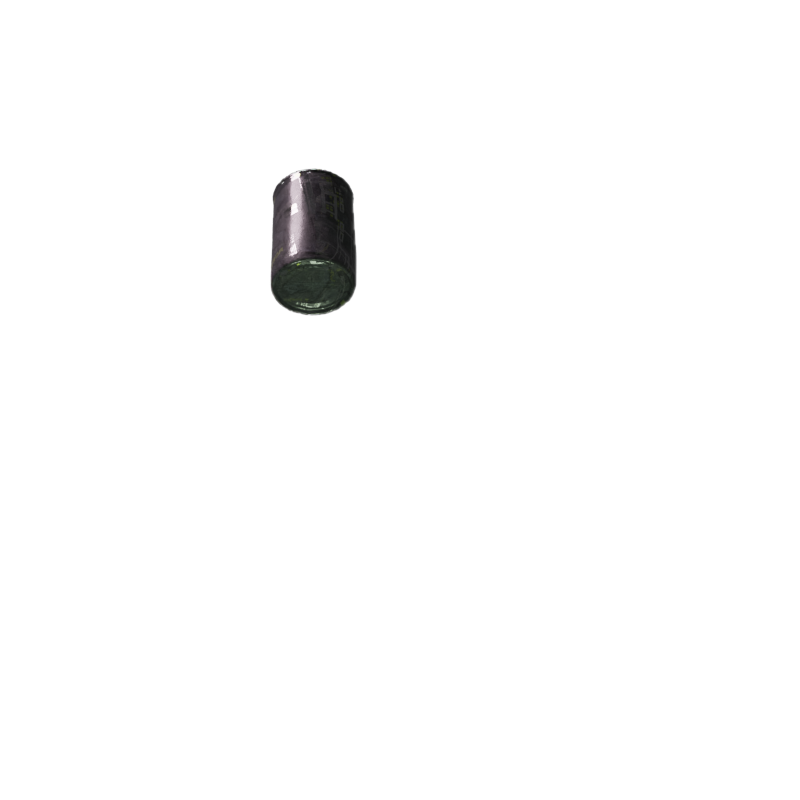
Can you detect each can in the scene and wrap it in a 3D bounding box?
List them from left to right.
[{"bbox_3d":[-0.070,-0.127,0.891,0.068,0.110,0.064,-1,-41,-3],"label":"can"}]
